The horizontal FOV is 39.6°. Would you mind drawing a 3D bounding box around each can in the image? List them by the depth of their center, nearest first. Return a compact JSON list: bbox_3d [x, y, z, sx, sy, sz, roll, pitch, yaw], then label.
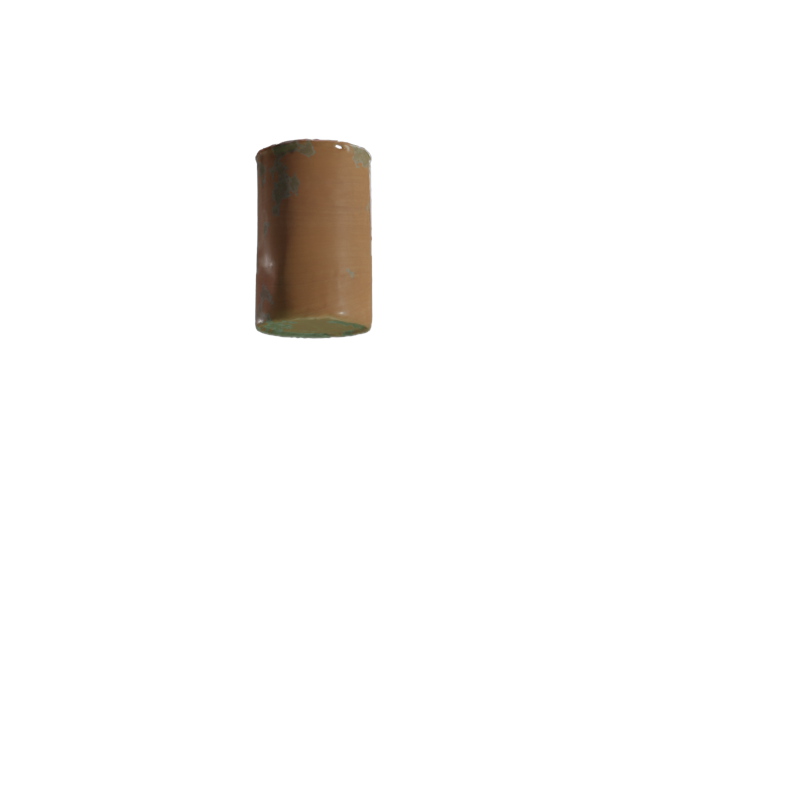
[{"bbox_3d":[-0.050,-0.090,0.634,0.068,0.105,0.067,0,-11,-2],"label":"can"}]
